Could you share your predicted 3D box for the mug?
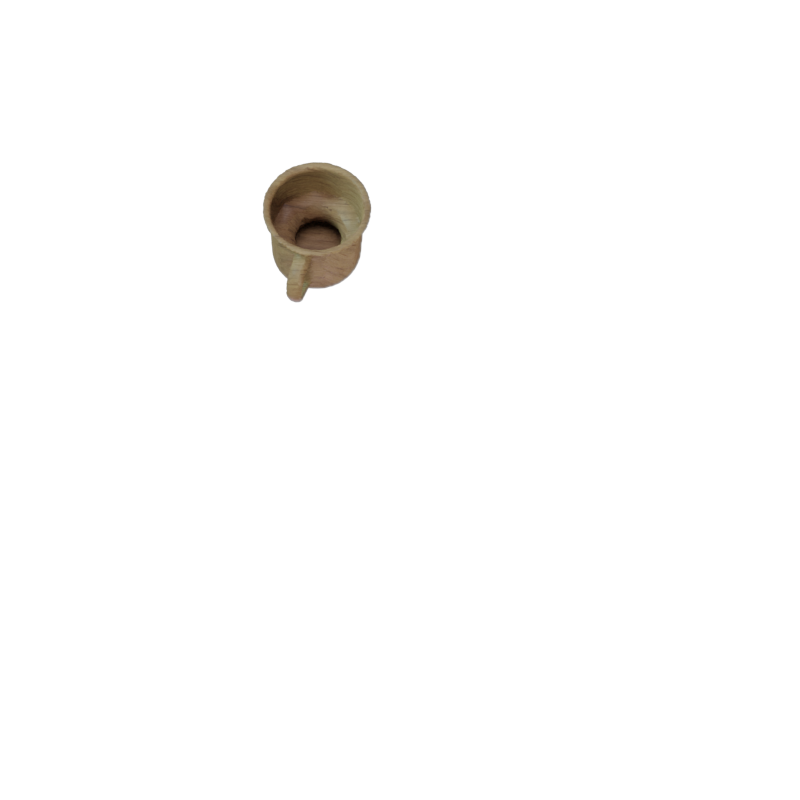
[{"bbox_3d":[-0.077,-0.140,0.979,0.094,0.123,0.077,12,-25,4],"label":"mug"}]
